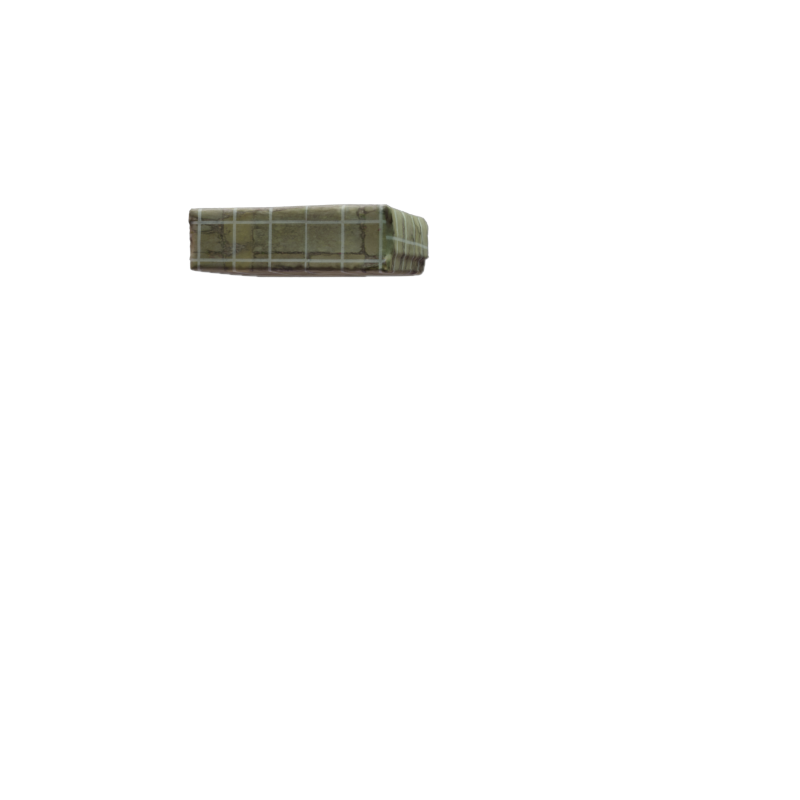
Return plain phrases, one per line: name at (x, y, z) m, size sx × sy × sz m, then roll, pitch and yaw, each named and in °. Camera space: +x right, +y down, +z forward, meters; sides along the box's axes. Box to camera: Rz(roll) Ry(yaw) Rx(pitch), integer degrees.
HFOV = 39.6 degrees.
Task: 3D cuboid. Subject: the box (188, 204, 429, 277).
box at (-0.038, -0.070, 0.487) m, size 0.091 × 0.030 × 0.072 m, roll 1°, pitch 4°, yaw 16°
